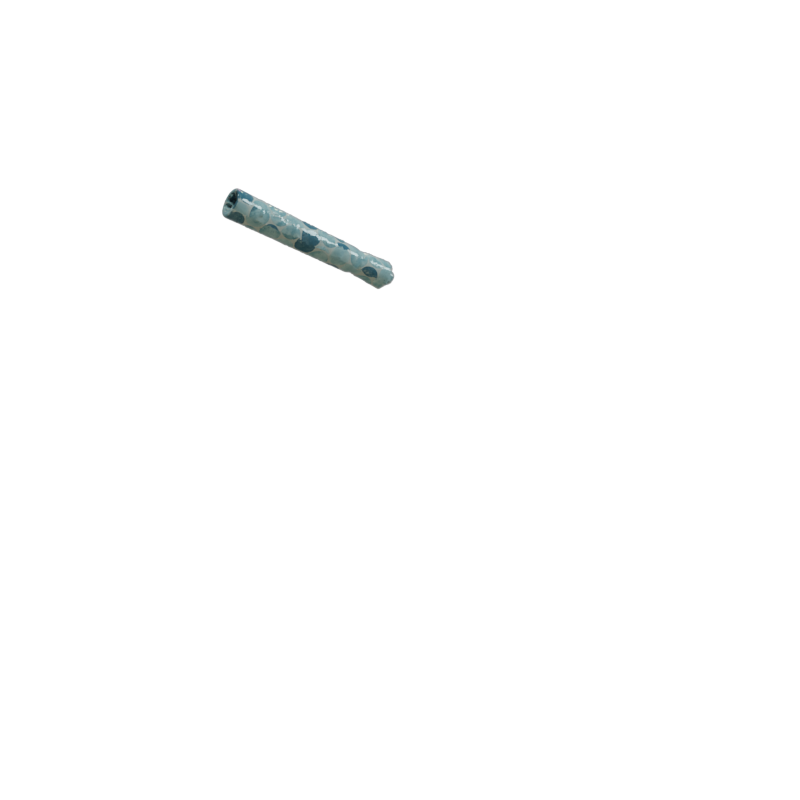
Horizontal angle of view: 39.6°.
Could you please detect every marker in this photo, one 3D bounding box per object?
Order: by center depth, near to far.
[{"bbox_3d":[-0.053,-0.096,0.676,0.115,0.020,0.020,22,-8,-28],"label":"marker"}]
